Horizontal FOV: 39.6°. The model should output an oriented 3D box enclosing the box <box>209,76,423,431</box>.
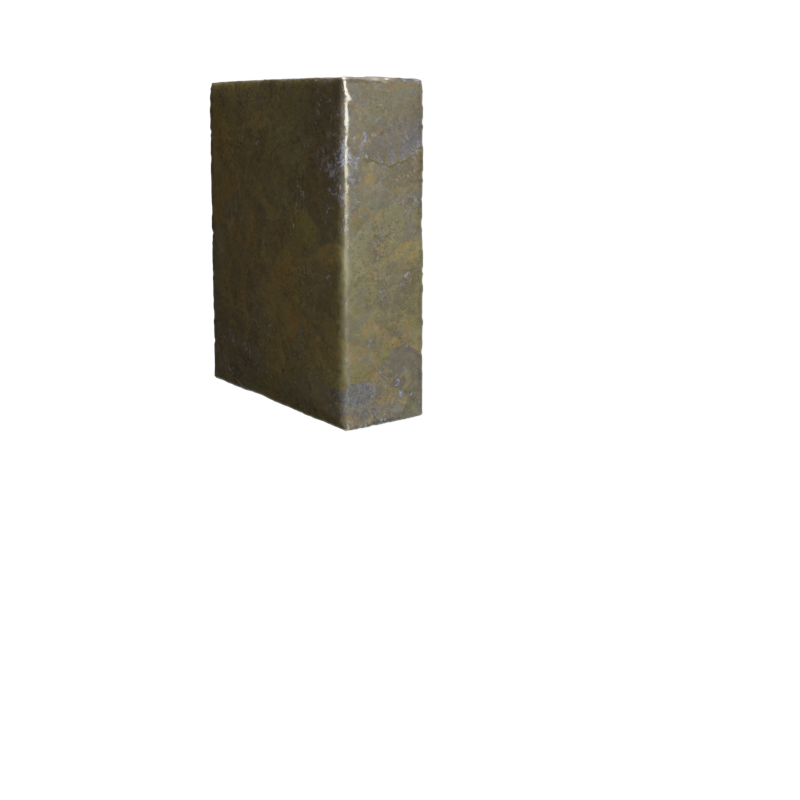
[{"bbox_3d":[-0.058,-0.105,0.738,0.070,0.210,0.173,-5,11,-36],"label":"box"}]
